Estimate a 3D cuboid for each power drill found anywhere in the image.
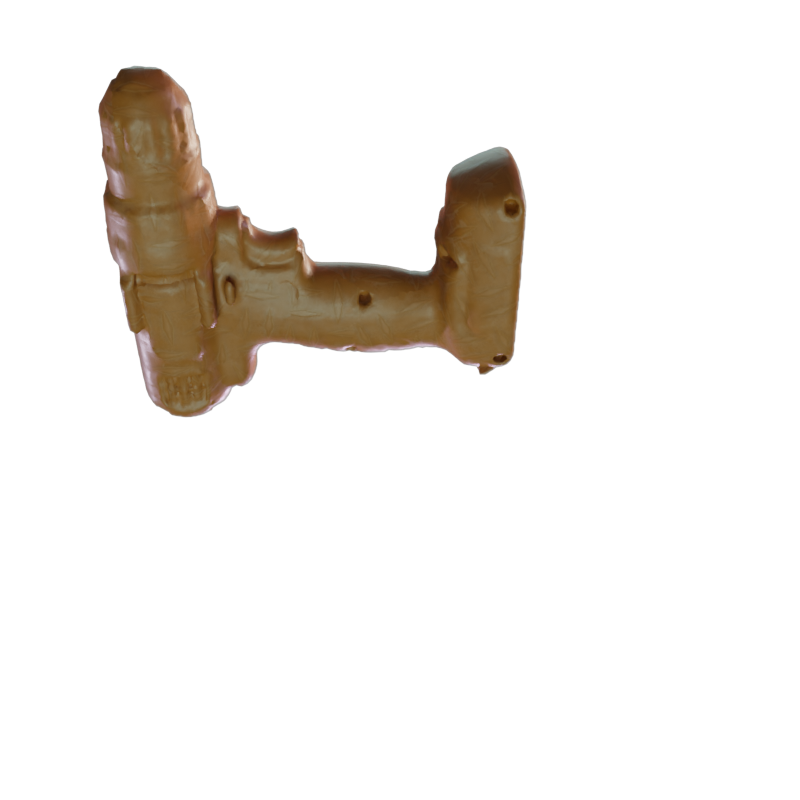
[{"bbox_3d":[-0.040,-0.073,0.513,0.188,0.172,0.061,-2,40,1],"label":"power drill"}]
